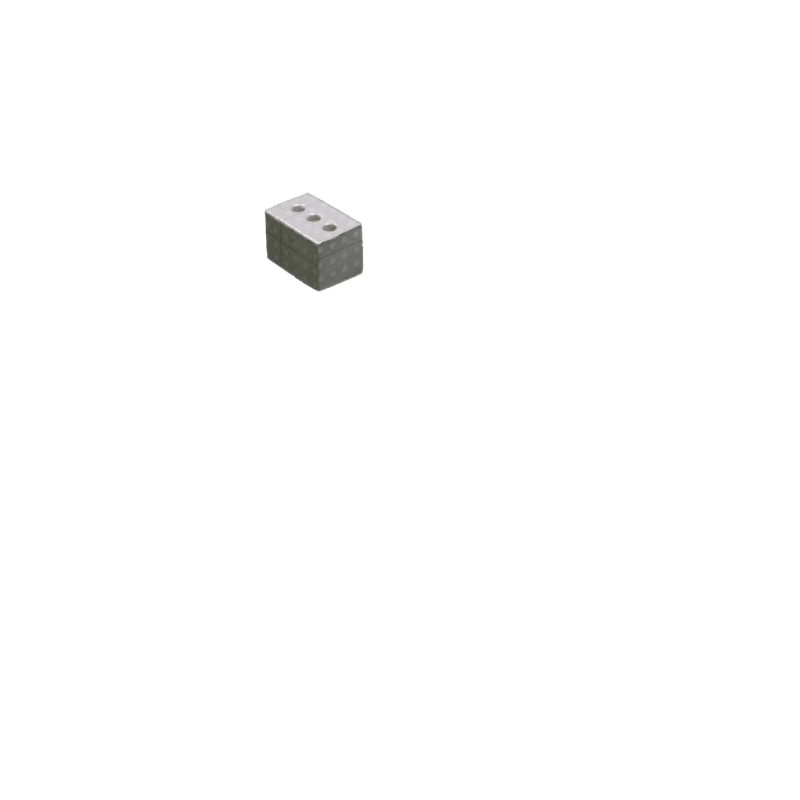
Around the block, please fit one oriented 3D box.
[{"bbox_3d":[-0.077,-0.141,0.987,0.052,0.048,0.083,-26,43,-33],"label":"block"}]
